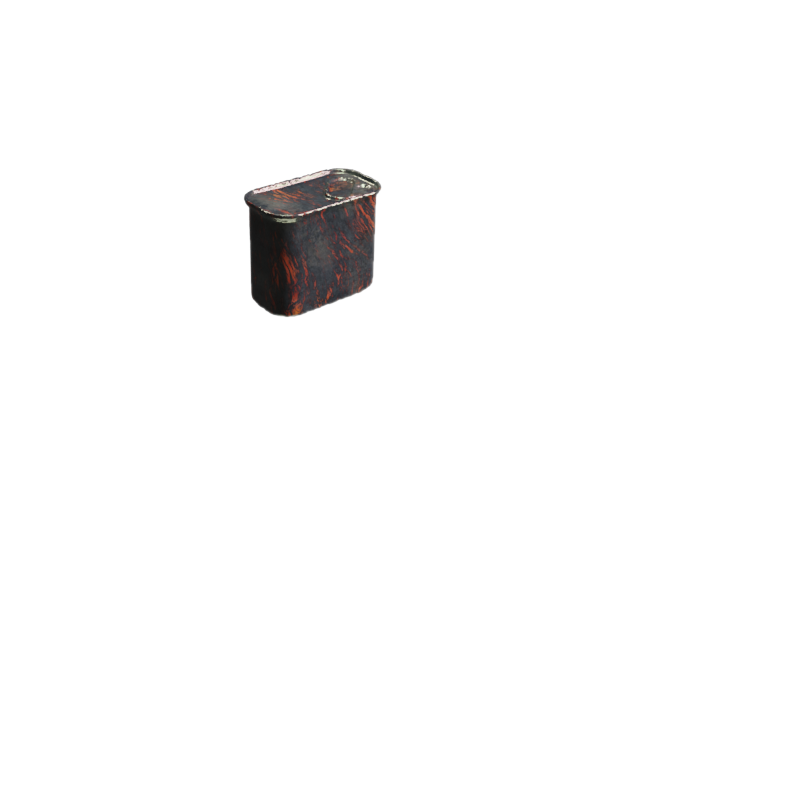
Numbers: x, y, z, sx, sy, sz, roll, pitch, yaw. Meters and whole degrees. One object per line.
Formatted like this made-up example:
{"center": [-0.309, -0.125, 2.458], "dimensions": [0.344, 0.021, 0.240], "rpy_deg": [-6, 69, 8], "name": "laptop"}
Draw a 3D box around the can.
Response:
{"center": [-0.065, -0.118, 0.830], "dimensions": [0.101, 0.079, 0.062], "rpy_deg": [-22, 36, -34], "name": "can"}
